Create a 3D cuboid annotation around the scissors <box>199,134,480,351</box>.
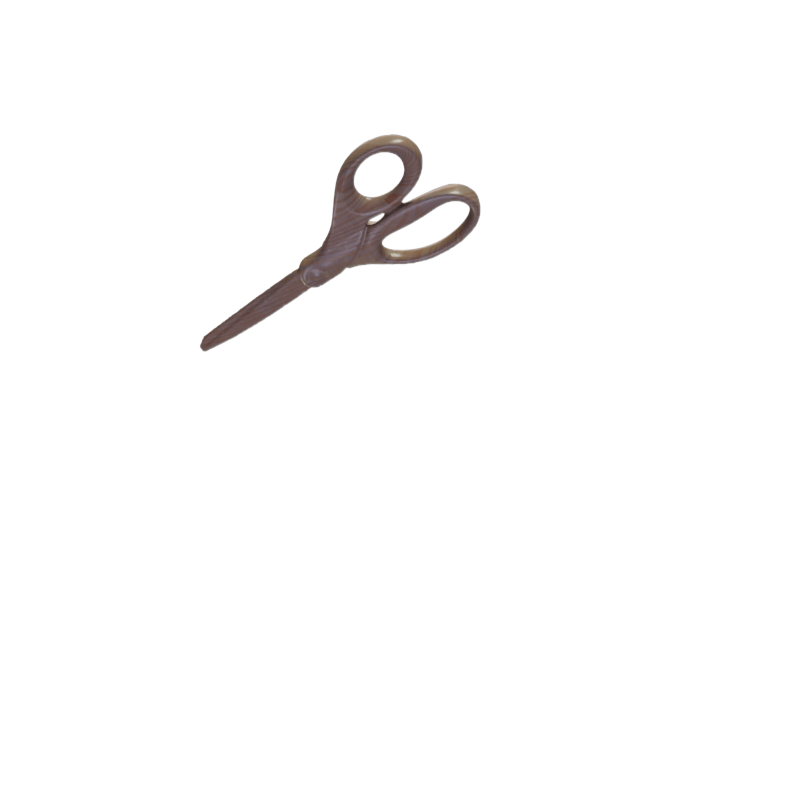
[{"bbox_3d":[-0.052,-0.096,0.669,0.203,0.089,0.017,-19,34,13],"label":"scissors"}]
